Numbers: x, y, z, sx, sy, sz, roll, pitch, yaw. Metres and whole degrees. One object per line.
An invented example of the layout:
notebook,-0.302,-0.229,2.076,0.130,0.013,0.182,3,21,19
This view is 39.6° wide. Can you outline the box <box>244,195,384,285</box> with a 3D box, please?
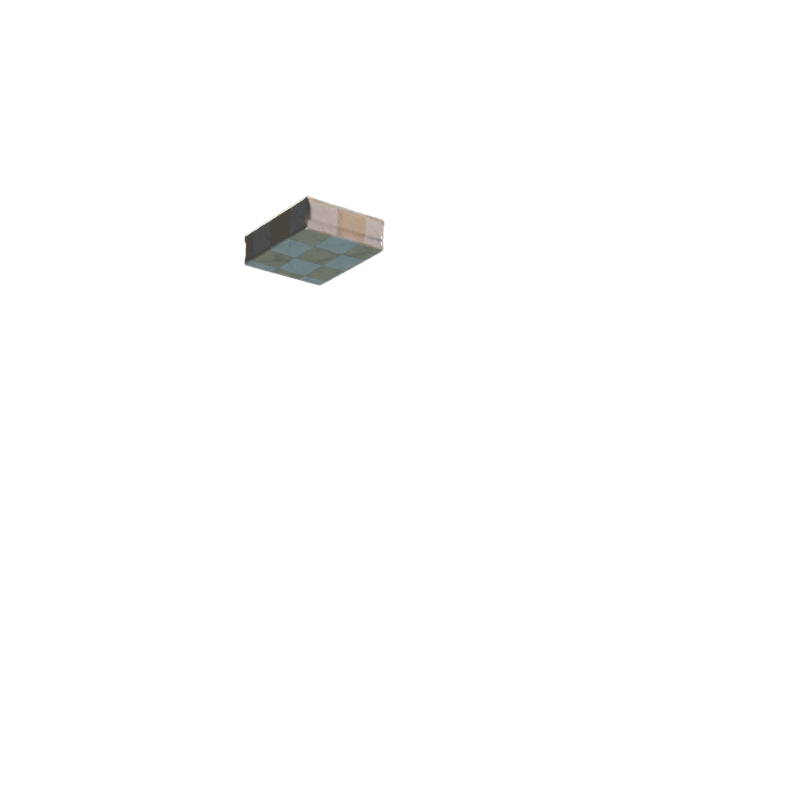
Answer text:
box,-0.067,-0.122,0.855,0.069,0.032,0.089,13,-23,-35
